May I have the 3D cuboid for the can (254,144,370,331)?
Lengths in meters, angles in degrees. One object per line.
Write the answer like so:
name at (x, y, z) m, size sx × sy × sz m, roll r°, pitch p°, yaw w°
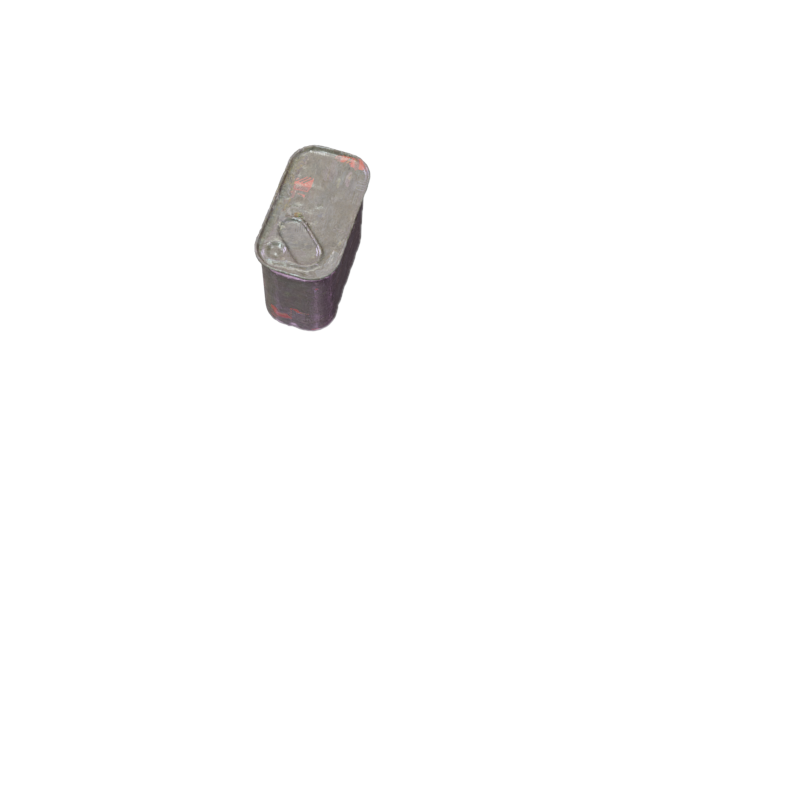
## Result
can at (-0.060, -0.109, 0.763) m, size 0.058 × 0.107 × 0.079 m, roll 16°, pitch -27°, yaw 5°
